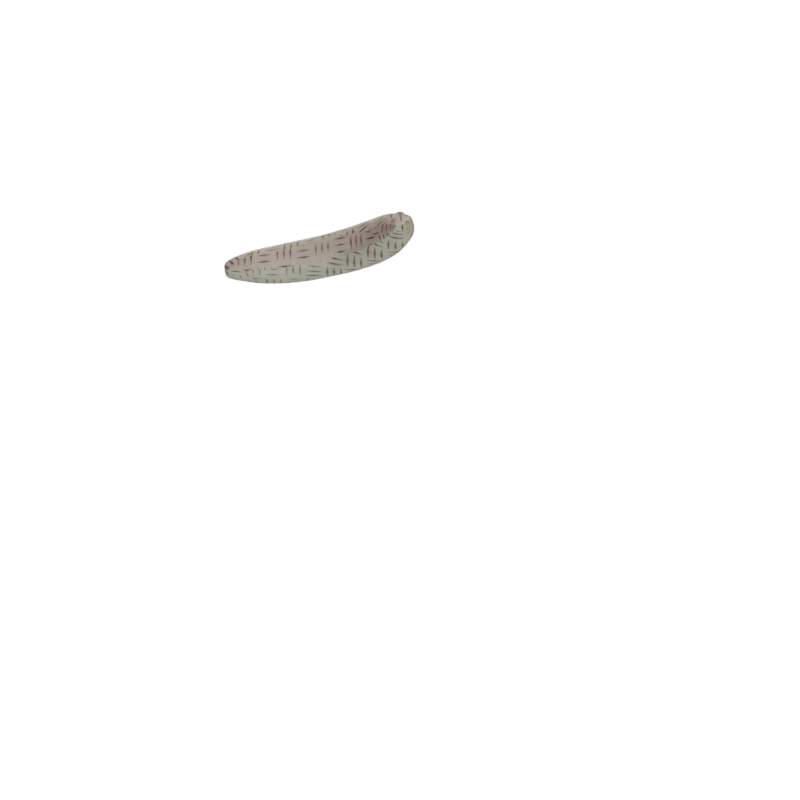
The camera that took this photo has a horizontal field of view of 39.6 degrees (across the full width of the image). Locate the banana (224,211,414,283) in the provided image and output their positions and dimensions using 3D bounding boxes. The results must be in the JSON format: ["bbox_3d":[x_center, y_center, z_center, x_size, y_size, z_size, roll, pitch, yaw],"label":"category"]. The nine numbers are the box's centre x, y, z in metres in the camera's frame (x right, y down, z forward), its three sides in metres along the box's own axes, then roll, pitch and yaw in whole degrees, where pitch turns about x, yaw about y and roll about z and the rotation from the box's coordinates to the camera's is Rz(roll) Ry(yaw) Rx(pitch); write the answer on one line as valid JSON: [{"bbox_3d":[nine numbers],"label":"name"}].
[{"bbox_3d":[-0.061,-0.132,0.961,0.201,0.039,0.065,-12,-22,34],"label":"banana"}]
